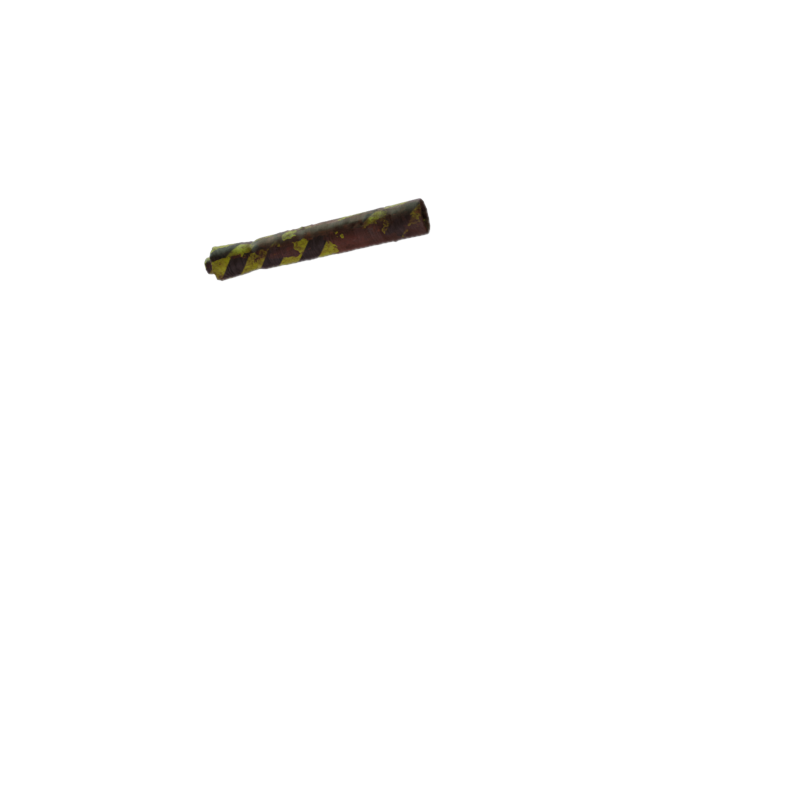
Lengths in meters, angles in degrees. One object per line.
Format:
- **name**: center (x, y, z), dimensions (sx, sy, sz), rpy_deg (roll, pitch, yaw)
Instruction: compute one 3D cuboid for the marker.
- **marker**: center (-0.045, -0.082, 0.574), dimensions (0.122, 0.020, 0.019), rpy_deg (-11, 1, 17)
